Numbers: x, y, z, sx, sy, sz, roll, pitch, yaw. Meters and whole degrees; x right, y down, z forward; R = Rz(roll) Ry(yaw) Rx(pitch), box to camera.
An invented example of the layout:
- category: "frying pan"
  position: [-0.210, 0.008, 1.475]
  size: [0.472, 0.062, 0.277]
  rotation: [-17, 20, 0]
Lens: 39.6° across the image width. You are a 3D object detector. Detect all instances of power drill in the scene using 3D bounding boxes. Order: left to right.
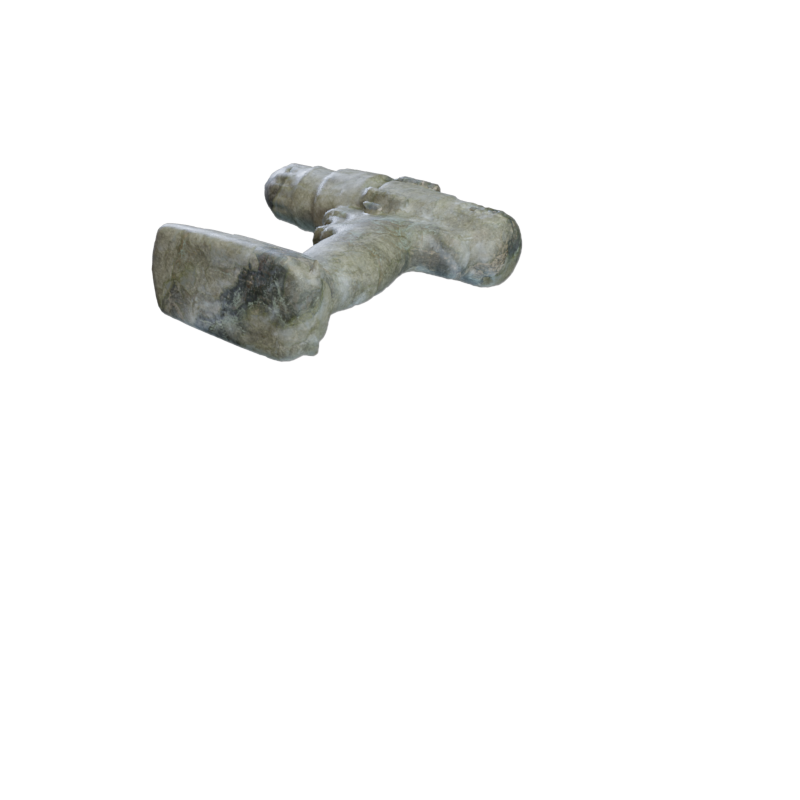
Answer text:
- category: "power drill"
  position: [-0.050, -0.091, 0.637]
  size: [0.195, 0.055, 0.187]
  rotation: [19, 31, 33]
